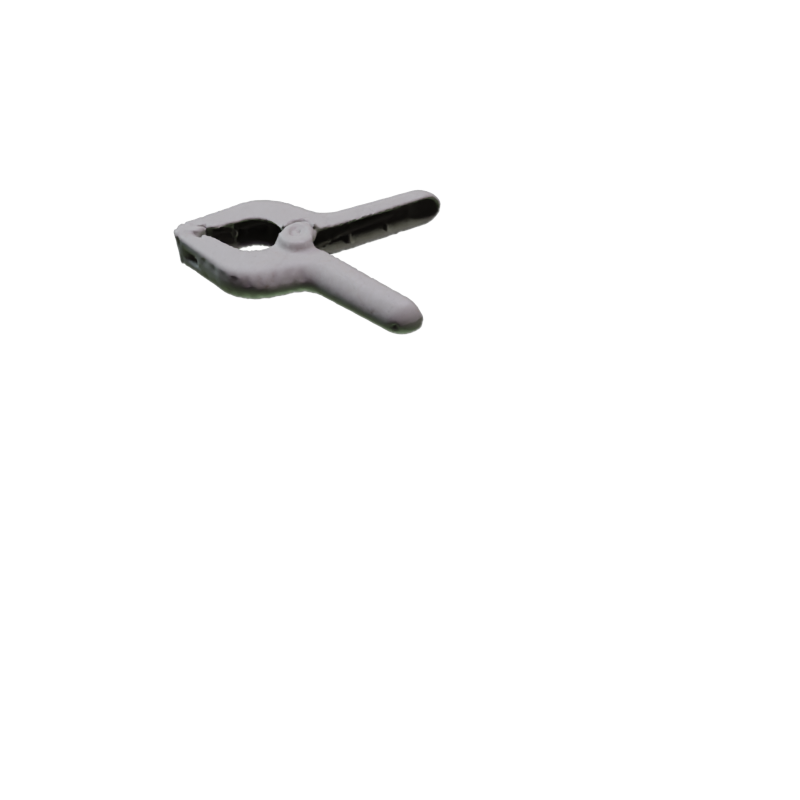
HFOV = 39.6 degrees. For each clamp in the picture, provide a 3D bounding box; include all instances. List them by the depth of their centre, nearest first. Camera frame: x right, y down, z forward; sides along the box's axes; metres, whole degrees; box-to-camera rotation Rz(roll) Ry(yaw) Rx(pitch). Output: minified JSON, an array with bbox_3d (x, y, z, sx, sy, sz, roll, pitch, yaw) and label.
[{"bbox_3d":[-0.056,-0.102,0.711,0.176,0.037,0.125,12,43,14],"label":"clamp"}]
